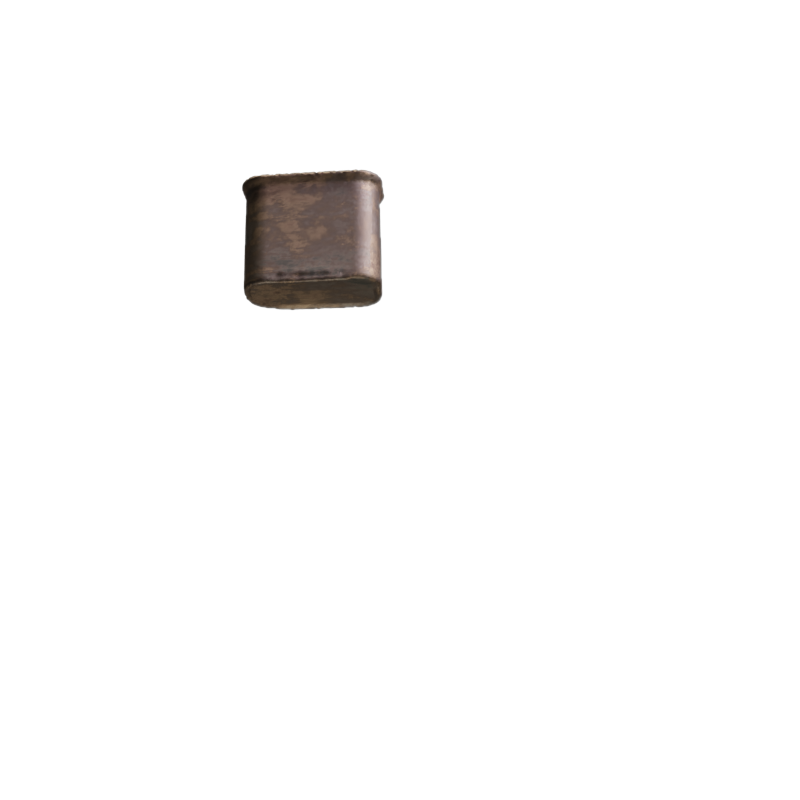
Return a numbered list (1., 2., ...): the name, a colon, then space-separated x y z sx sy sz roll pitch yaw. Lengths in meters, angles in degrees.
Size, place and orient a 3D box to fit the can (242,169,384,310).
1. can: -0.062 -0.113 0.791 0.102 0.088 0.054 -3 -23 4
